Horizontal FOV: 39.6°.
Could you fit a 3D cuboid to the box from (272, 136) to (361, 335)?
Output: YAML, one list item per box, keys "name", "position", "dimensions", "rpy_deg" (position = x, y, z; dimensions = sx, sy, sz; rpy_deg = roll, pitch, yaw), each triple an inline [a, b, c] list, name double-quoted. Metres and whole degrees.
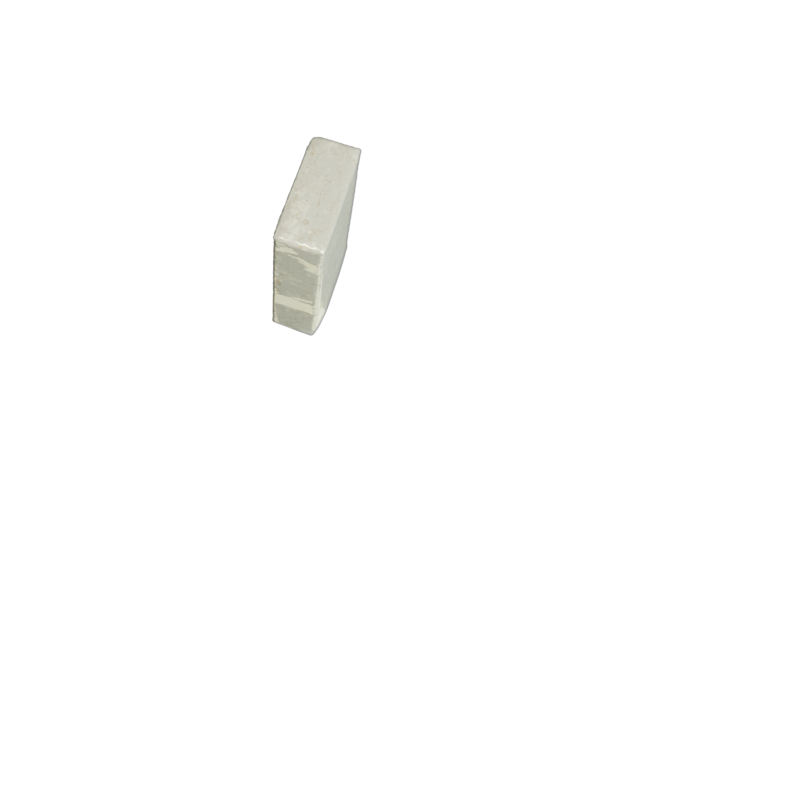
- name: "box"
  position: [-0.069, -0.125, 0.876]
  dimensions: [0.048, 0.097, 0.168]
  rpy_deg: [17, -20, 2]
